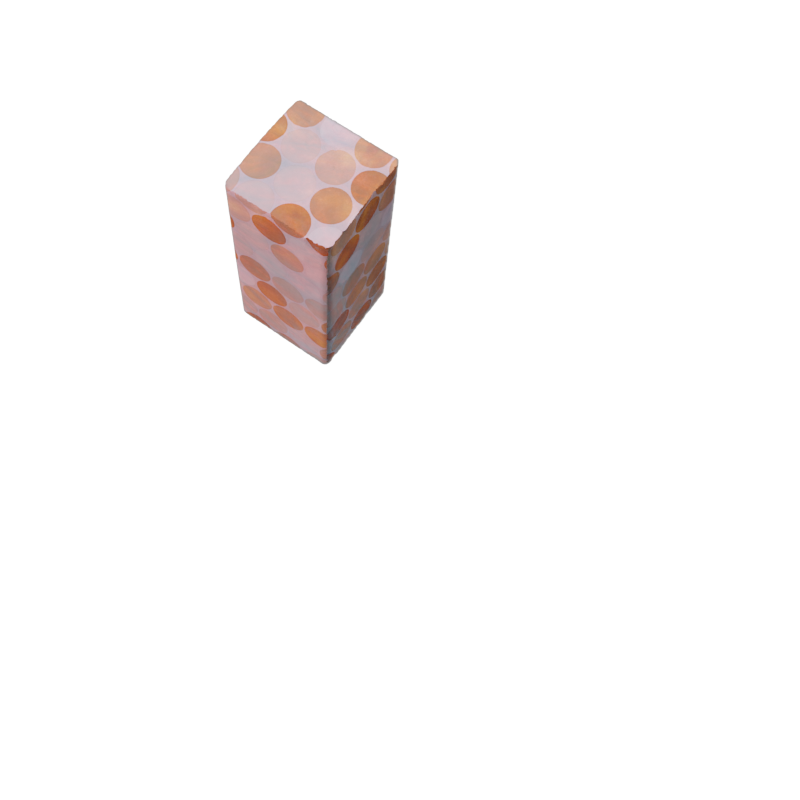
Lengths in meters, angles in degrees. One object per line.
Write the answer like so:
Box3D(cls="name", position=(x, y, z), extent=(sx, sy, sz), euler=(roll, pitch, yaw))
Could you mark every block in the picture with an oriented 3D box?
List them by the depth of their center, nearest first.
Box3D(cls="block", position=(-0.067, -0.121, 0.848), extent=(0.094, 0.092, 0.196), euler=(34, -20, 10))
